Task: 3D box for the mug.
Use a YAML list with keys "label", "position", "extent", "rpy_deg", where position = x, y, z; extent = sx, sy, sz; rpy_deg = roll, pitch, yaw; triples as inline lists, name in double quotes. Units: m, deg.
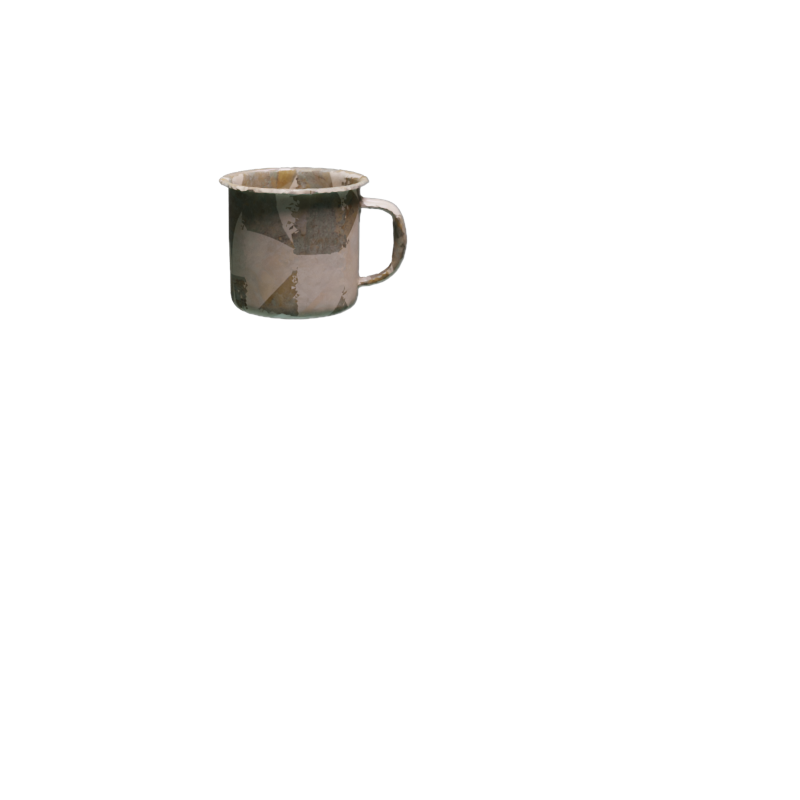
- label: "mug"
  position: [-0.054, -0.099, 0.696]
  extent: [0.117, 0.079, 0.096]
  rpy_deg: [1, 17, 1]
